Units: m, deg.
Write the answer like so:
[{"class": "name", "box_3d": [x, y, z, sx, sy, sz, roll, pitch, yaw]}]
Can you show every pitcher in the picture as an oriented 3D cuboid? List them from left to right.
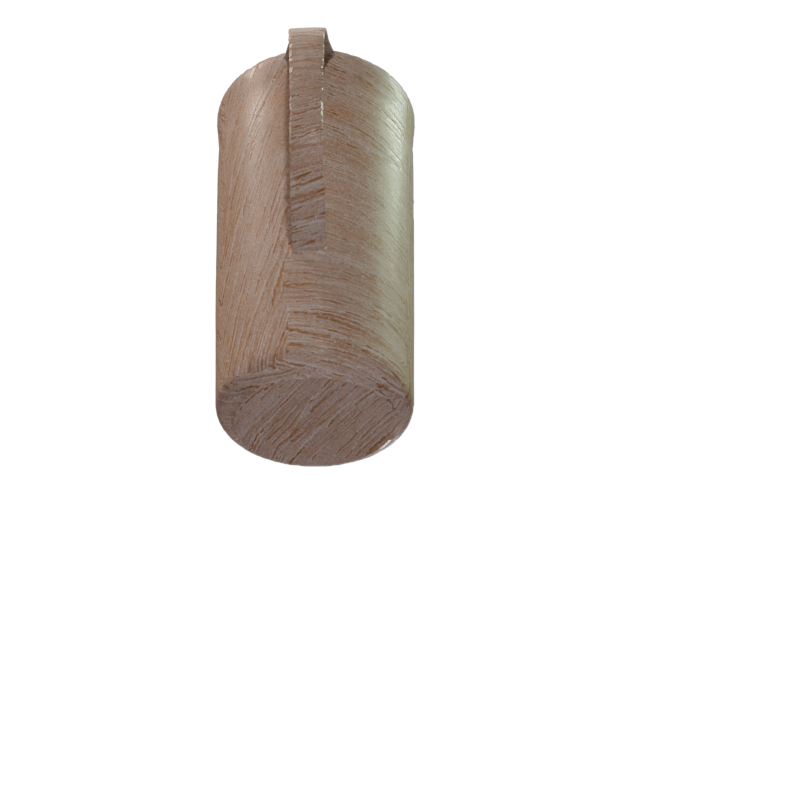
[{"class": "pitcher", "box_3d": [-0.052, -0.095, 0.666, 0.144, 0.261, 0.140, -33, -47, 32]}]
